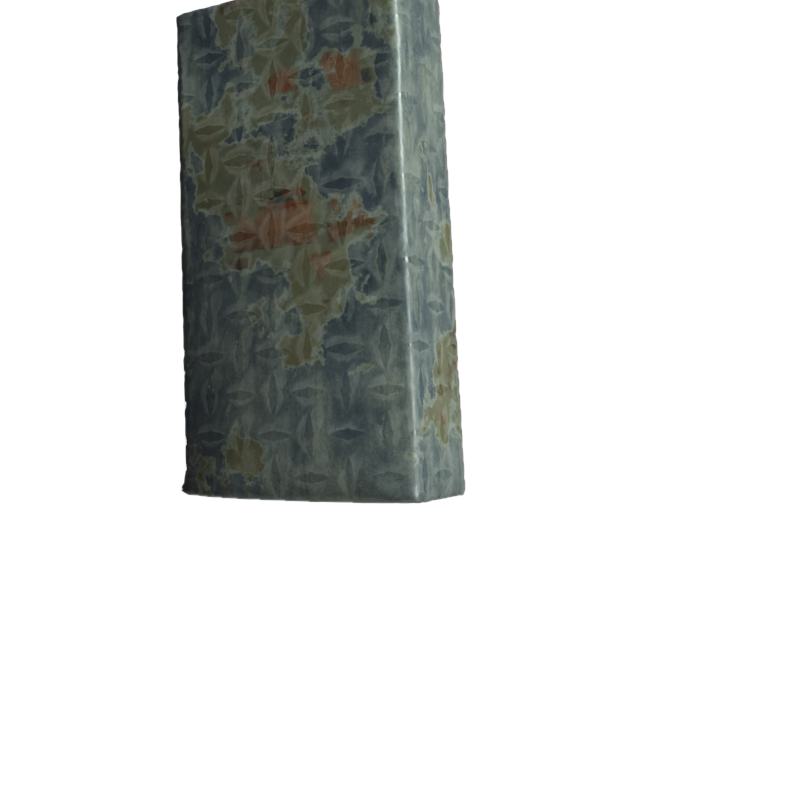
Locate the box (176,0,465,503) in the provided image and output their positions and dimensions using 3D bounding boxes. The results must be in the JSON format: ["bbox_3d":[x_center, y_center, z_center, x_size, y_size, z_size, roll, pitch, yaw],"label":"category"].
[{"bbox_3d":[-0.030,-0.055,0.388,0.096,0.181,0.046,-6,-11,28],"label":"box"}]
